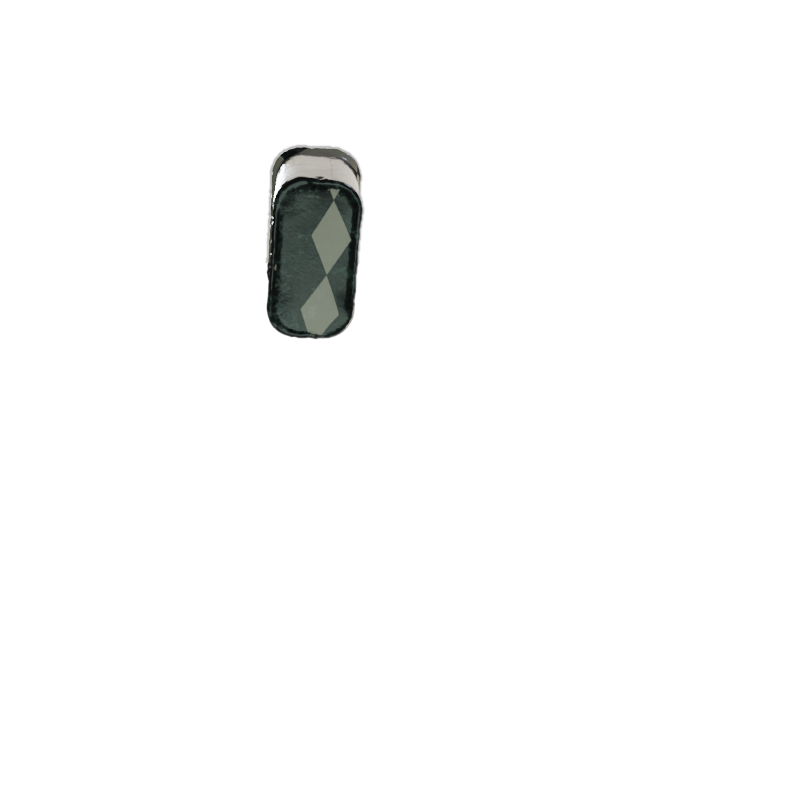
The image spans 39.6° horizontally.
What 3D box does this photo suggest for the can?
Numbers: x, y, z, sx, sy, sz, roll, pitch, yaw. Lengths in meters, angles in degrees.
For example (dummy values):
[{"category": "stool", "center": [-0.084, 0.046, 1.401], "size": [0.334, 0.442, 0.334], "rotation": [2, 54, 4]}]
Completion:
[{"category": "can", "center": [-0.053, -0.097, 0.676], "size": [0.057, 0.098, 0.087], "rotation": [3, 19, -4]}]
